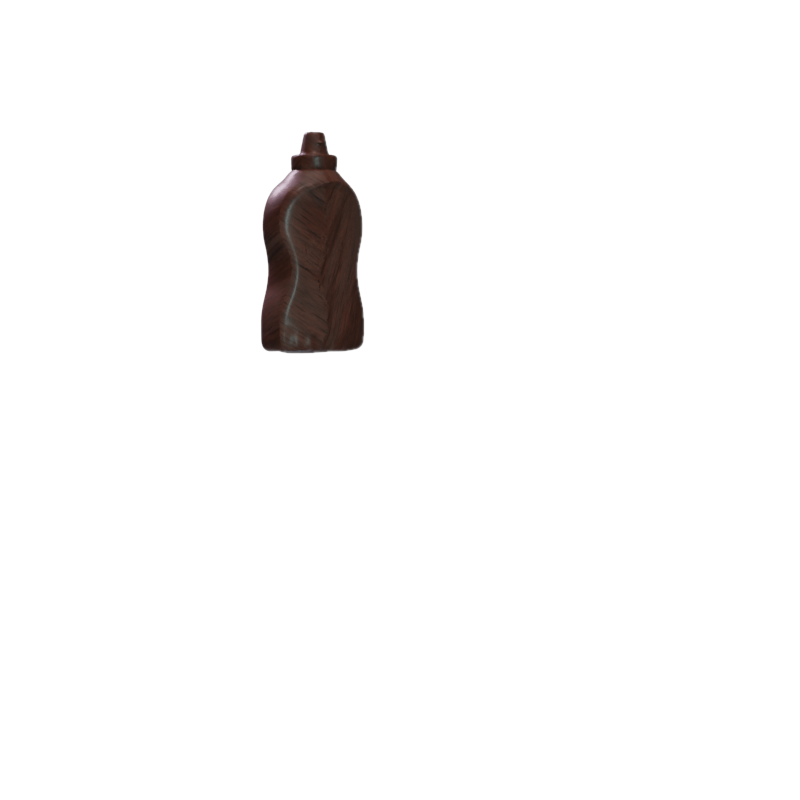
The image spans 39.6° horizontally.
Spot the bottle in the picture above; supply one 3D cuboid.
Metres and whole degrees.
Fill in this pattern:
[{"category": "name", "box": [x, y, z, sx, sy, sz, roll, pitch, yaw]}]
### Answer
[{"category": "bottle", "box": [-0.076, -0.139, 0.974, 0.092, 0.192, 0.060, 0, -1, -38]}]
